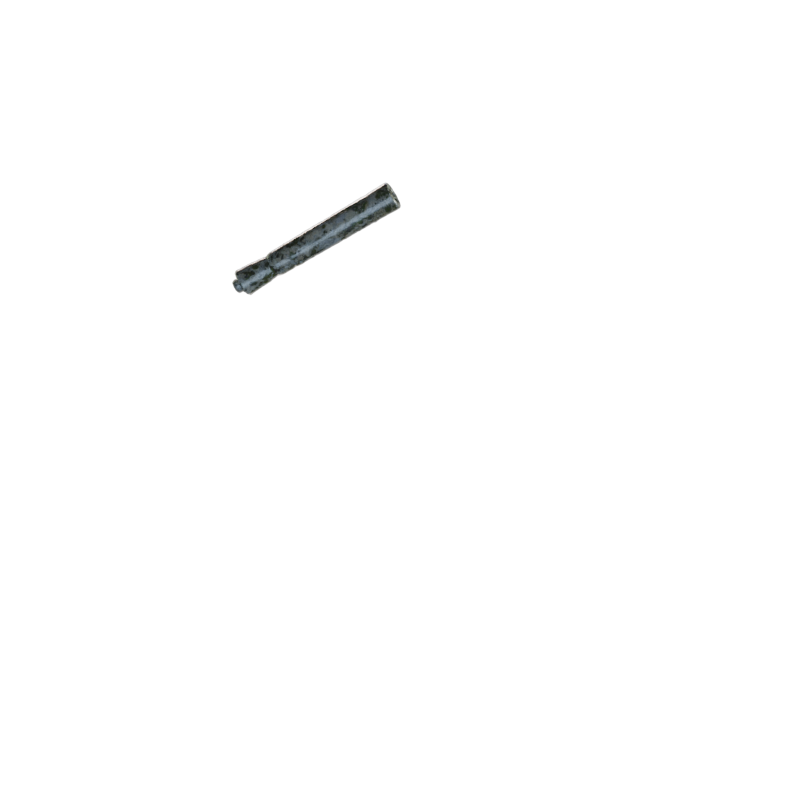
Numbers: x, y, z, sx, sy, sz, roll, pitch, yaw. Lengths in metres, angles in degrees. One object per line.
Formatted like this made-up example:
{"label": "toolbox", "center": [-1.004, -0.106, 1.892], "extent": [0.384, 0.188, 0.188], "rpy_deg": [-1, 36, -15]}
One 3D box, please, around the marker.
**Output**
{"label": "marker", "center": [-0.056, -0.102, 0.714], "extent": [0.121, 0.020, 0.019], "rpy_deg": [-28, -3, 13]}
